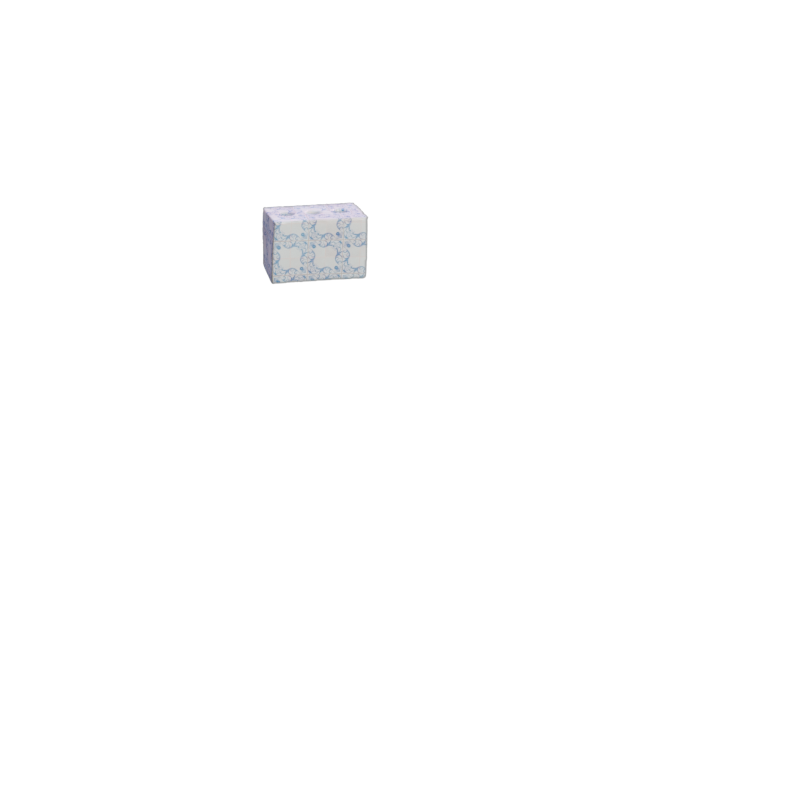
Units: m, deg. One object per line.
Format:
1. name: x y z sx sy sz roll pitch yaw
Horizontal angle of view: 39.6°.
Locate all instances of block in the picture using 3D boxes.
1. block: -0.070 -0.127 0.893 0.077 0.049 0.056 -5 21 -13
